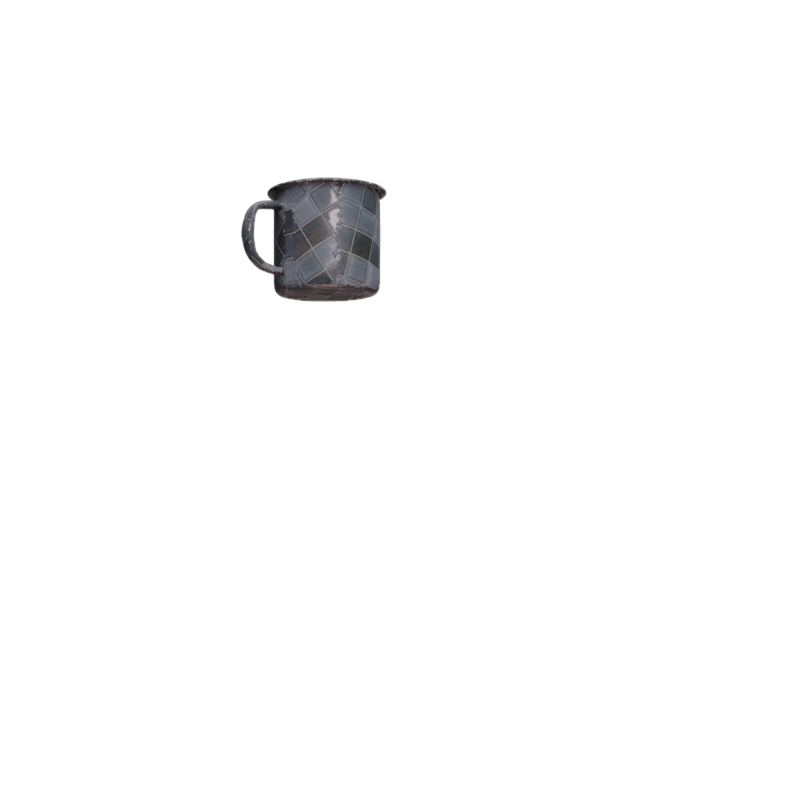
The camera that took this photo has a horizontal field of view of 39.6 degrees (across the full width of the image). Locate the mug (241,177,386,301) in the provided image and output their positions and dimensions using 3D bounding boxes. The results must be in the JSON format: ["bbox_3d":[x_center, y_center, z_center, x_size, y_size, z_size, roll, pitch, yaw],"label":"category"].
[{"bbox_3d":[-0.066,-0.121,0.849,0.112,0.083,0.095,4,-8,-32],"label":"mug"}]
